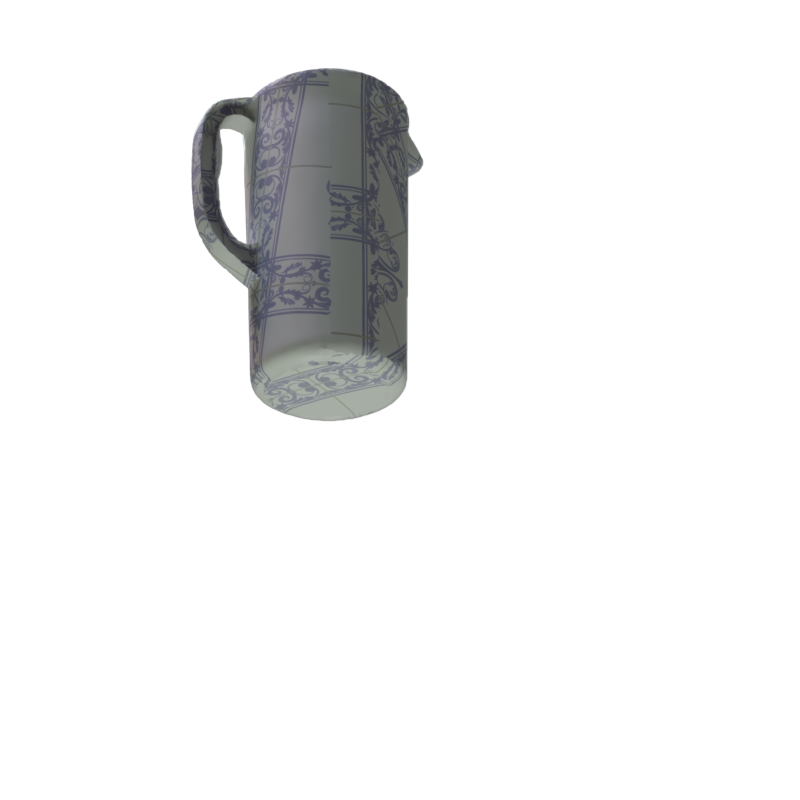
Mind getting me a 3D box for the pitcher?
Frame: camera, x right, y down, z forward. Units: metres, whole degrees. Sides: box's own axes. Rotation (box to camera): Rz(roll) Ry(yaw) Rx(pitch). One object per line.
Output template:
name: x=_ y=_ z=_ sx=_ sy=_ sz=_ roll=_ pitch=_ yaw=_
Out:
pitcher: x=-0.064 y=-0.116 z=0.815 sx=0.151 sy=0.259 sz=0.134 roll=-11 pitch=-32 yaw=15
